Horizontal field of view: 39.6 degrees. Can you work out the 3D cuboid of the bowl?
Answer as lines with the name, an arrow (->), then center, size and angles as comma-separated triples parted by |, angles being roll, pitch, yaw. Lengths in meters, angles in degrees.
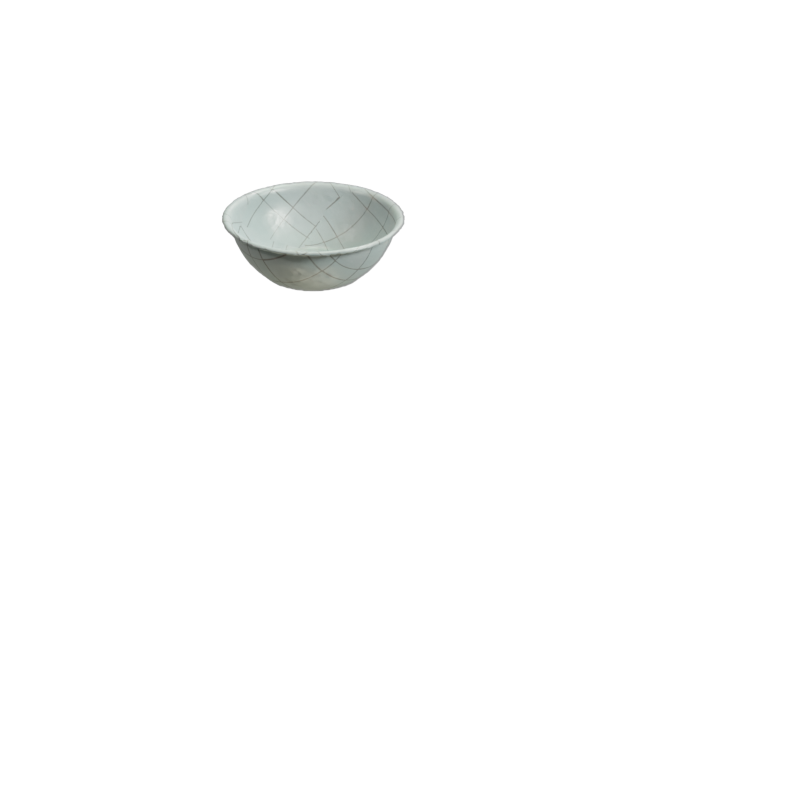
bowl -> -0.078, -0.142, 0.992 | 0.162, 0.052, 0.172 | -1, 30, -2
